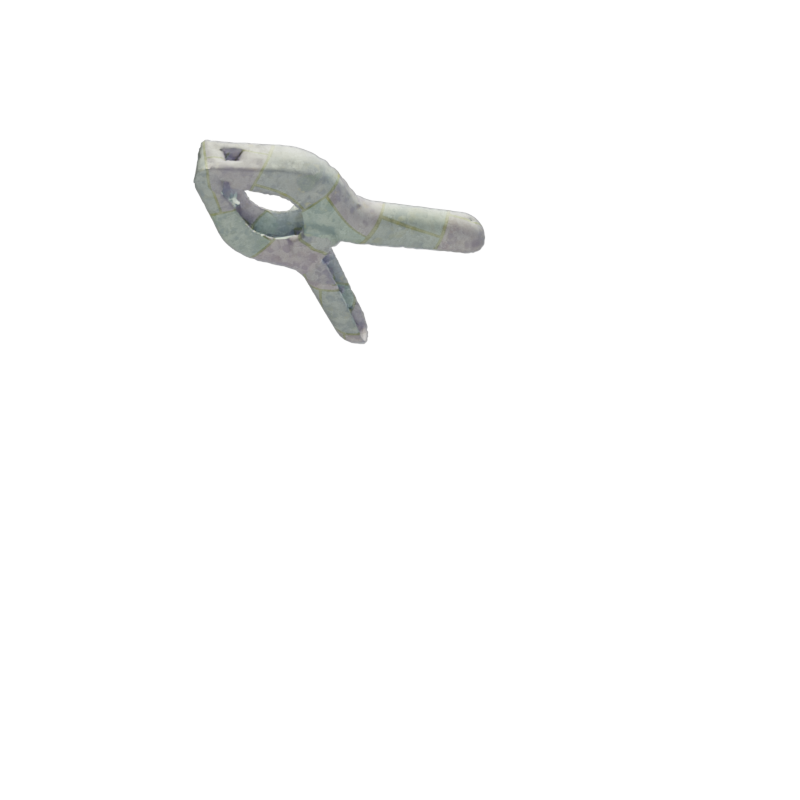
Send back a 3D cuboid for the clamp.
[{"bbox_3d":[-0.051,-0.093,0.649,0.165,0.116,0.042,23,36,-19],"label":"clamp"}]
